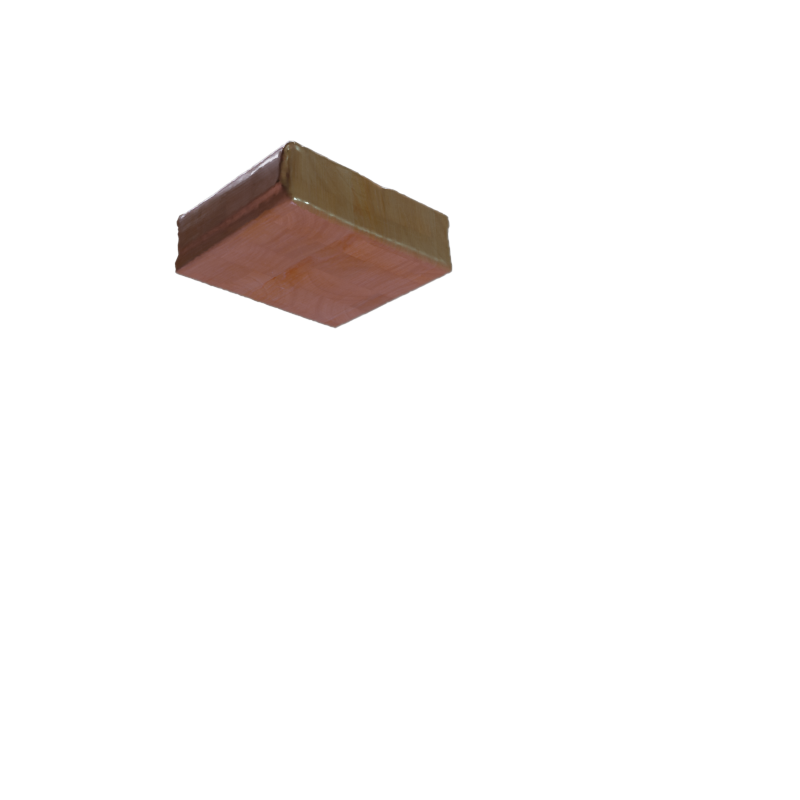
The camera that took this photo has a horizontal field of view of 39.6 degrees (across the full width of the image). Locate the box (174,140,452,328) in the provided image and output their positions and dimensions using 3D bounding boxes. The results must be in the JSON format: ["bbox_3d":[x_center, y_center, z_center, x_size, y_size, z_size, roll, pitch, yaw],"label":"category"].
[{"bbox_3d":[-0.035,-0.064,0.451,0.084,0.032,0.073,20,-31,-38],"label":"box"}]
